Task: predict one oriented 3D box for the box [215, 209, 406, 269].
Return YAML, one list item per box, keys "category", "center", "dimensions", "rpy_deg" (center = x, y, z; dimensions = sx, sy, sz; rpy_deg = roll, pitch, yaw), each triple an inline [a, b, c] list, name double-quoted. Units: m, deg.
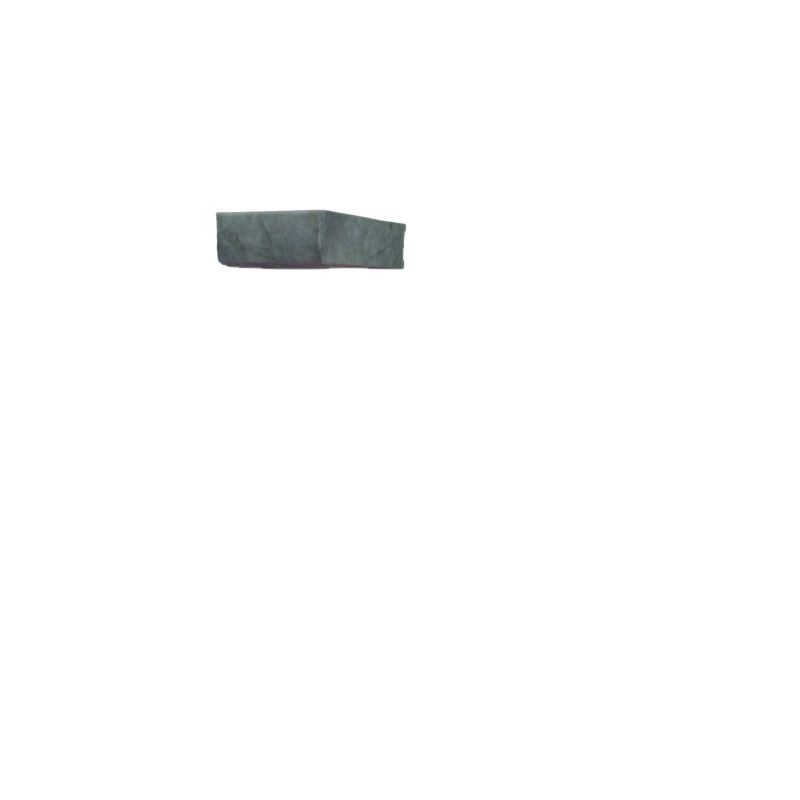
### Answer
- category: "box"
  center: [-0.061, -0.111, 0.775]
  dimensions: [0.093, 0.039, 0.110]
  rpy_deg: [3, 6, 30]
